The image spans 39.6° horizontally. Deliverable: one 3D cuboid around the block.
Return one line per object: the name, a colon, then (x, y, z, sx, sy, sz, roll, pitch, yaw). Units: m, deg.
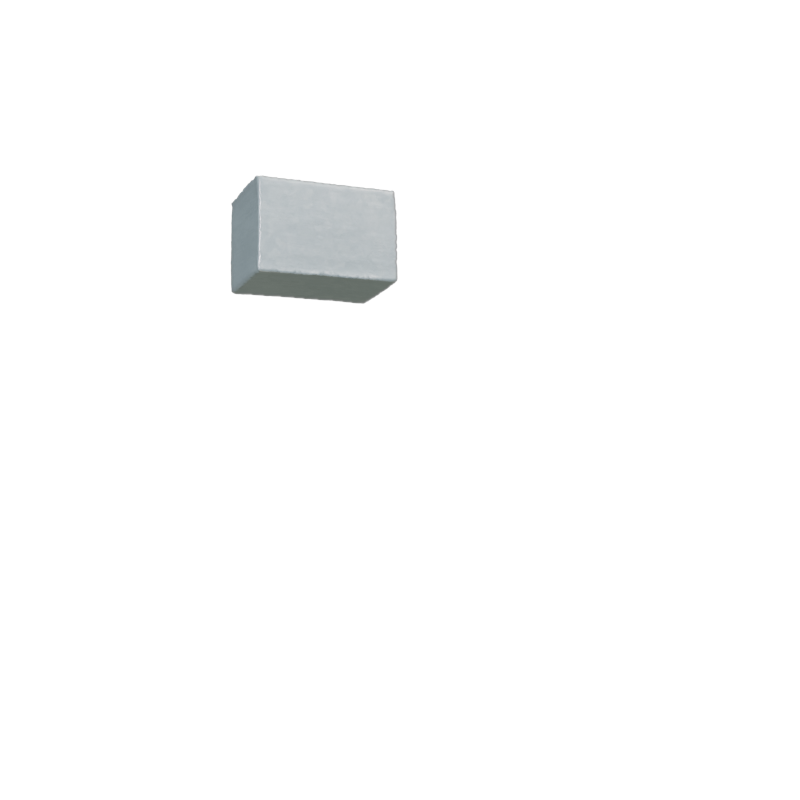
block: (-0.046, -0.084, 0.587, 0.076, 0.053, 0.052, 4, -13, -21)
